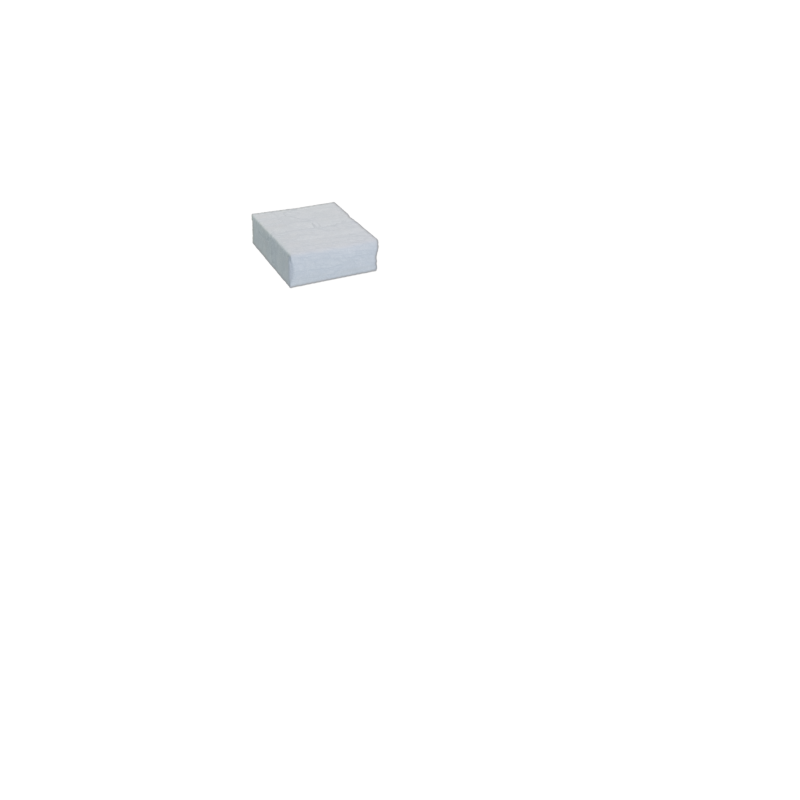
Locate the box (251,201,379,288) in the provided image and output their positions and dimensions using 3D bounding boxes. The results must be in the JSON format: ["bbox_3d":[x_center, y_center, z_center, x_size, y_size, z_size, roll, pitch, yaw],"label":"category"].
[{"bbox_3d":[-0.068,-0.124,0.866,0.072,0.028,0.096,-12,32,-21],"label":"box"}]
